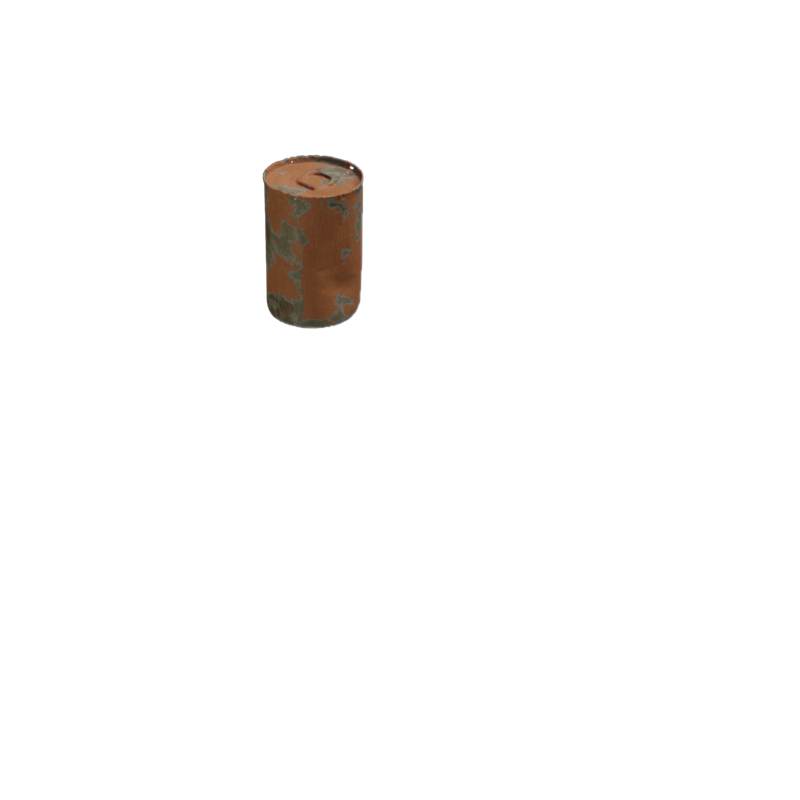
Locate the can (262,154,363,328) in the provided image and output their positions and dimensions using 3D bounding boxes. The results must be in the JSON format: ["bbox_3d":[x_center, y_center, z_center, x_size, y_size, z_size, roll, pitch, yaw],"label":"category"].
[{"bbox_3d":[-0.060,-0.109,0.765,0.068,0.096,0.073,0,32,-3],"label":"can"}]
